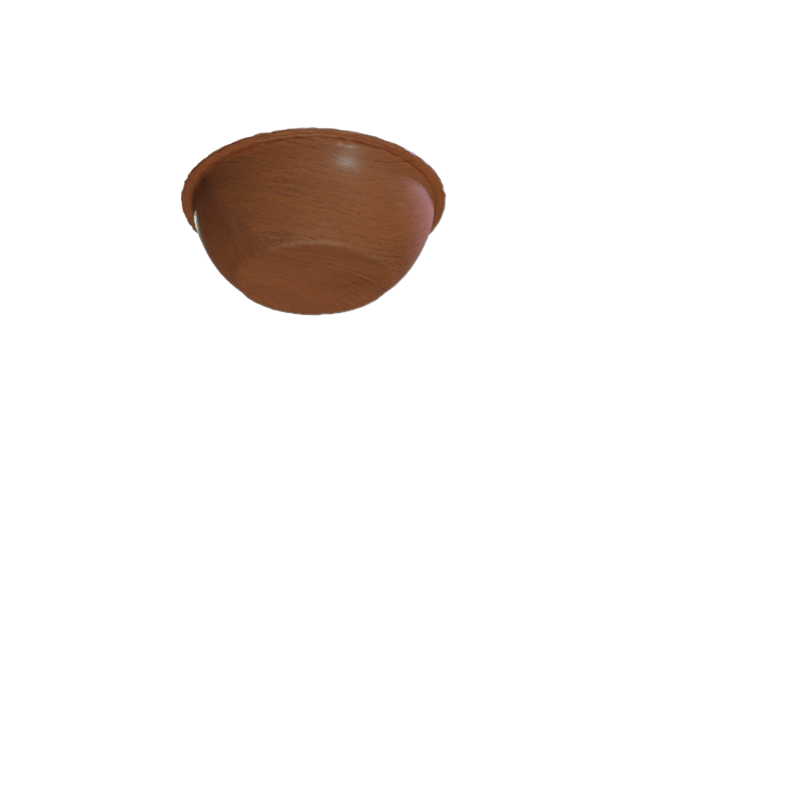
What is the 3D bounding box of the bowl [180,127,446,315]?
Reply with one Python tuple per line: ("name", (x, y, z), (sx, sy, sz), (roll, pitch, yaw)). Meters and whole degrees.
("bowl", (-0.052, -0.095, 0.664), (0.162, 0.058, 0.153), (1, -24, -2))
